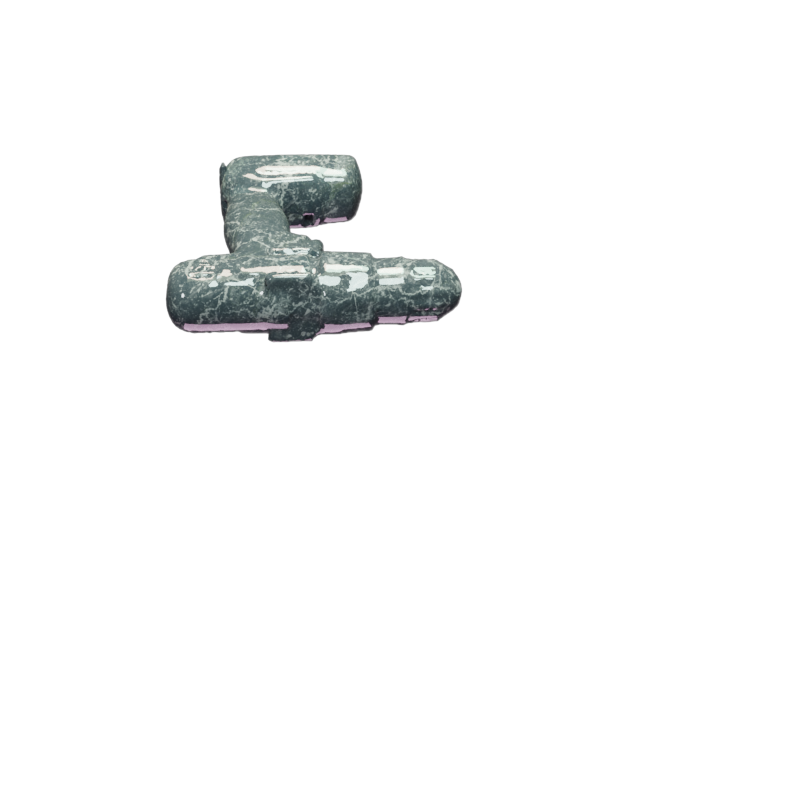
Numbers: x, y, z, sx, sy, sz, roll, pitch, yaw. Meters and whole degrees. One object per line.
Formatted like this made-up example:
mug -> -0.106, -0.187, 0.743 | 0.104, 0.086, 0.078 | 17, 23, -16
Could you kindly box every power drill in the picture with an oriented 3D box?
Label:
power drill -> -0.059, -0.108, 0.755 | 0.184, 0.054, 0.200 | -1, 32, -2
